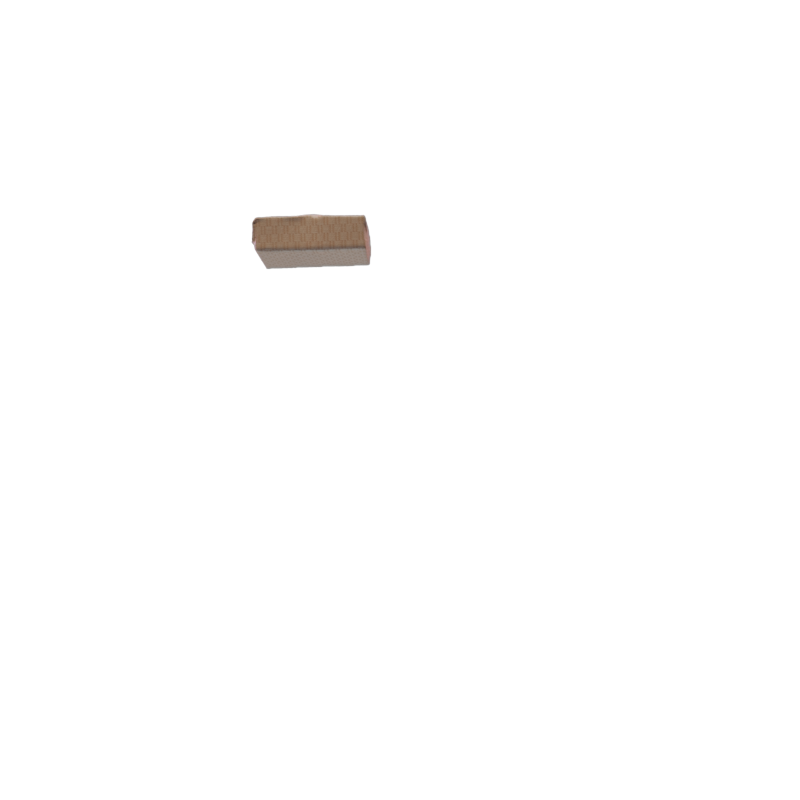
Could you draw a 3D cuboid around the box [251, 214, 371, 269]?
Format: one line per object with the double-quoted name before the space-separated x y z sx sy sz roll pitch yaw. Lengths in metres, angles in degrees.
"box" -0.069 -0.126 0.883 0.090 0.031 0.071 0 -5 4
